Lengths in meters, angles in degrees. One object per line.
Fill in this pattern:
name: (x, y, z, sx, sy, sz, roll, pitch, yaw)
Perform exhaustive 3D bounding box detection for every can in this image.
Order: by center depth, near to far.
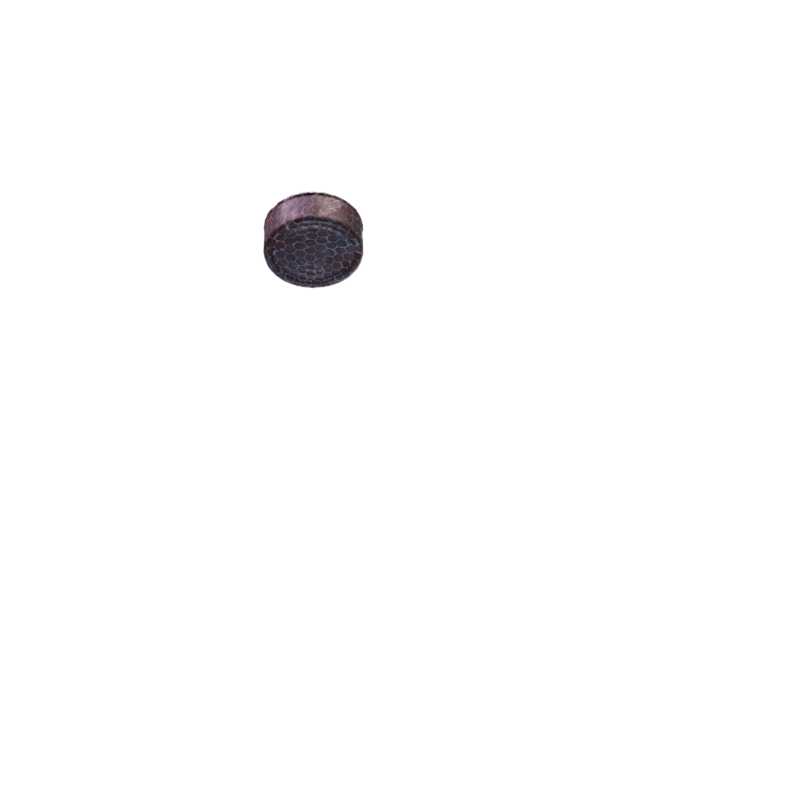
can: (-0.074, -0.135, 0.944, 0.086, 0.036, 0.080, 1, -41, -1)
